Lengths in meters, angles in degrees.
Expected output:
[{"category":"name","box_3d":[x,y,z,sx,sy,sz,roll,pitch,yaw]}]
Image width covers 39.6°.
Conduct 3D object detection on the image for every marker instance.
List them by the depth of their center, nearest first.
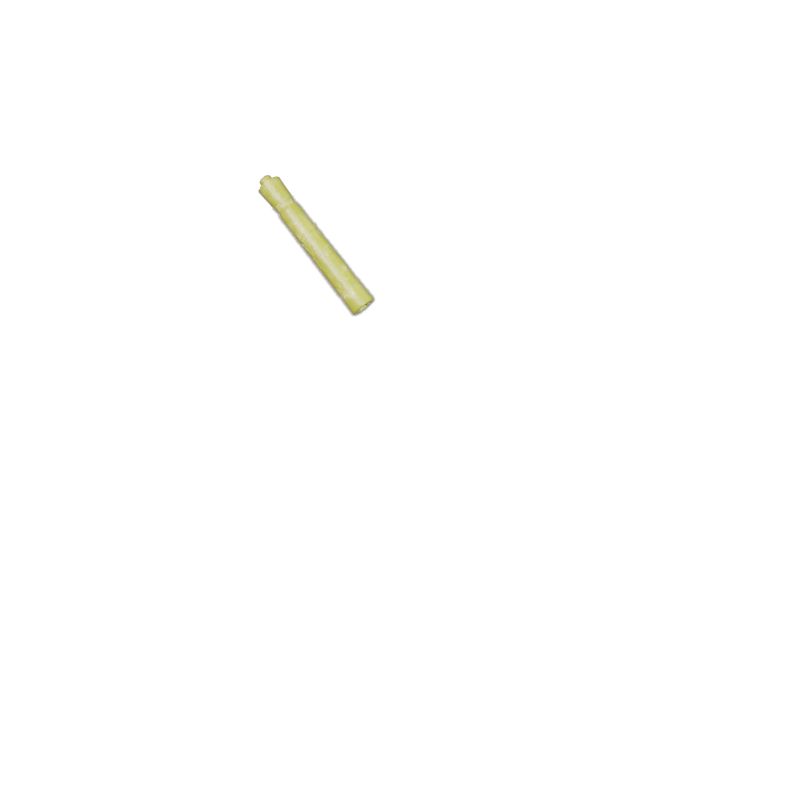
[{"category":"marker","box_3d":[-0.062,-0.113,0.791,0.020,0.126,0.019,-35,-15,-10]}]
